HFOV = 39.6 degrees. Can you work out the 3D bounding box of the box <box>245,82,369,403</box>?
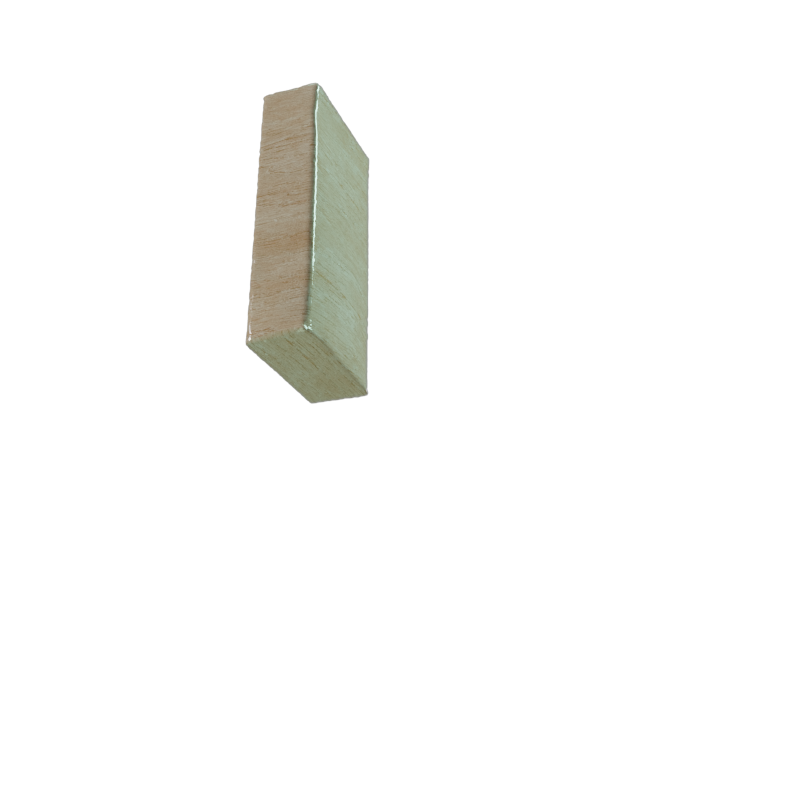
[{"bbox_3d":[-0.054,-0.098,0.686,0.049,0.188,0.086,-13,-32,18],"label":"box"}]
